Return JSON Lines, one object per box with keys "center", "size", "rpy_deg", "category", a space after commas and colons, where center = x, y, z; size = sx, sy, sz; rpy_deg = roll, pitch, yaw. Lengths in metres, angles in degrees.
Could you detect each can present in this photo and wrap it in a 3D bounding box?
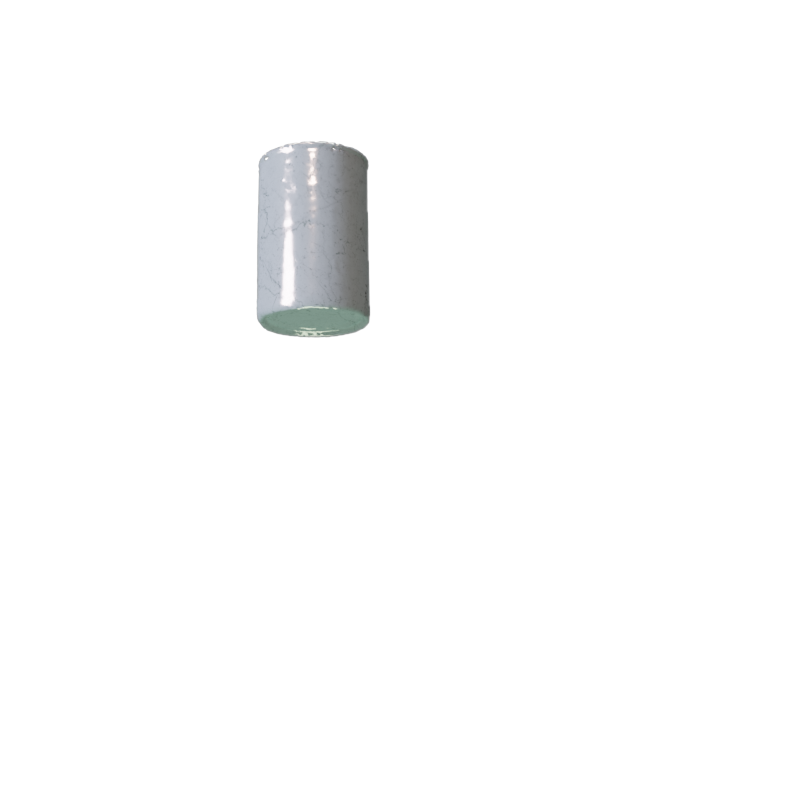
{"center": [-0.052, -0.095, 0.665], "size": [0.068, 0.107, 0.066], "rpy_deg": [0, -17, -2], "category": "can"}
